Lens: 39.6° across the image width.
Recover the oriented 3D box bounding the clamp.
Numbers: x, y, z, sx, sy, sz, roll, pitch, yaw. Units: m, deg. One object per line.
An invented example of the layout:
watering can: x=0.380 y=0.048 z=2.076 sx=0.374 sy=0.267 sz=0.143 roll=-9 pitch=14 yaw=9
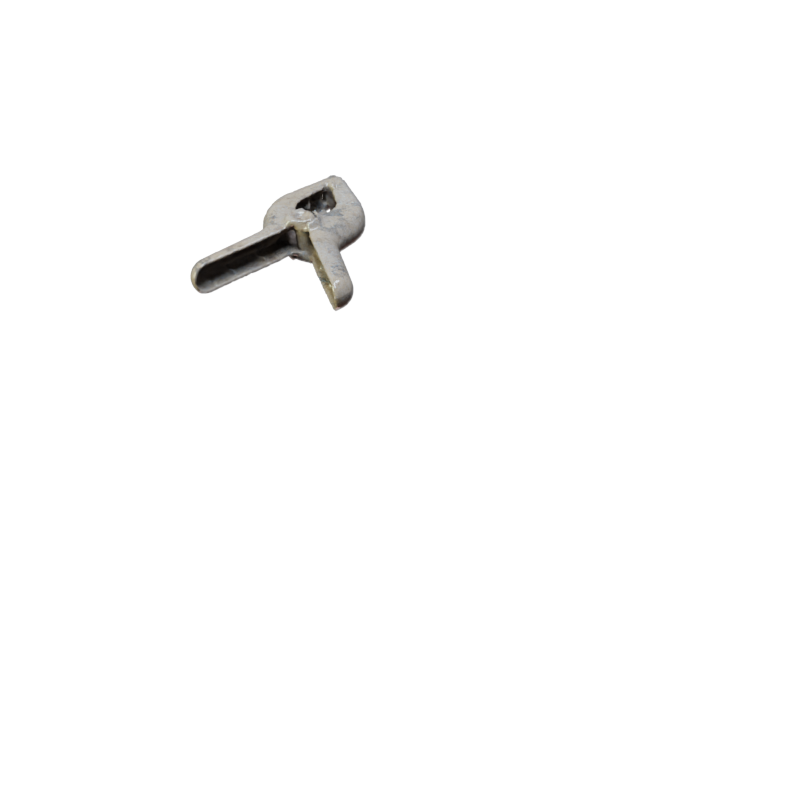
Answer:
clamp: x=-0.065 y=-0.119 z=0.833 sx=0.125 sy=0.037 sz=0.176 roll=17 pitch=42 yaw=19
